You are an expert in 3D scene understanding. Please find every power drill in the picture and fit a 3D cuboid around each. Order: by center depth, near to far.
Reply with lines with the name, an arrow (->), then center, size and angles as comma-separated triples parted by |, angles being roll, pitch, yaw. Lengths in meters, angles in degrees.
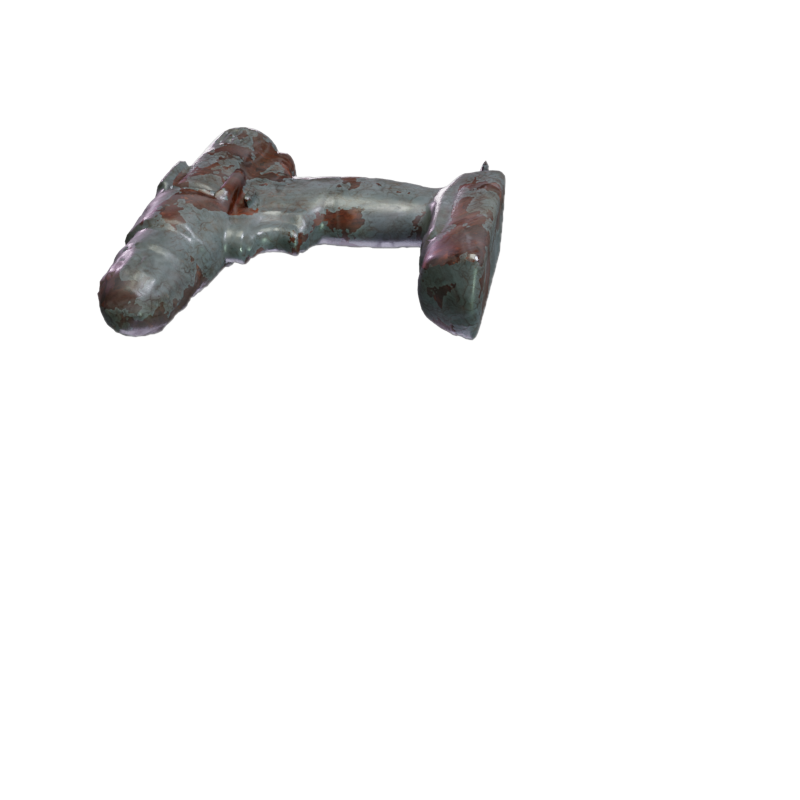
power drill -> -0.046, -0.083, 0.583 | 0.192, 0.054, 0.193 | 10, 39, 12
